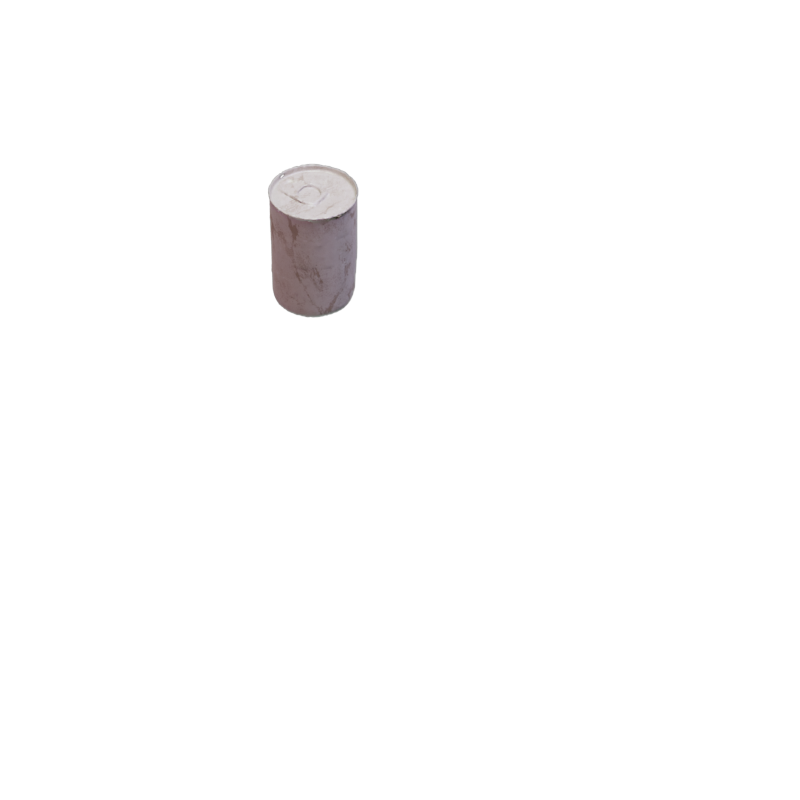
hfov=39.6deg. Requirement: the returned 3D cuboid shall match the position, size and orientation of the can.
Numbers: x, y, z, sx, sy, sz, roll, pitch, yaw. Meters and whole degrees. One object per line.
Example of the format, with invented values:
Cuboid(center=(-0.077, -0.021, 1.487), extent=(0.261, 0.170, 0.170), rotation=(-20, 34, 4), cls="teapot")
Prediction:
Cuboid(center=(-0.068, -0.123, 0.863), extent=(0.068, 0.095, 0.074), rotation=(0, 44, -3), cls="can")
